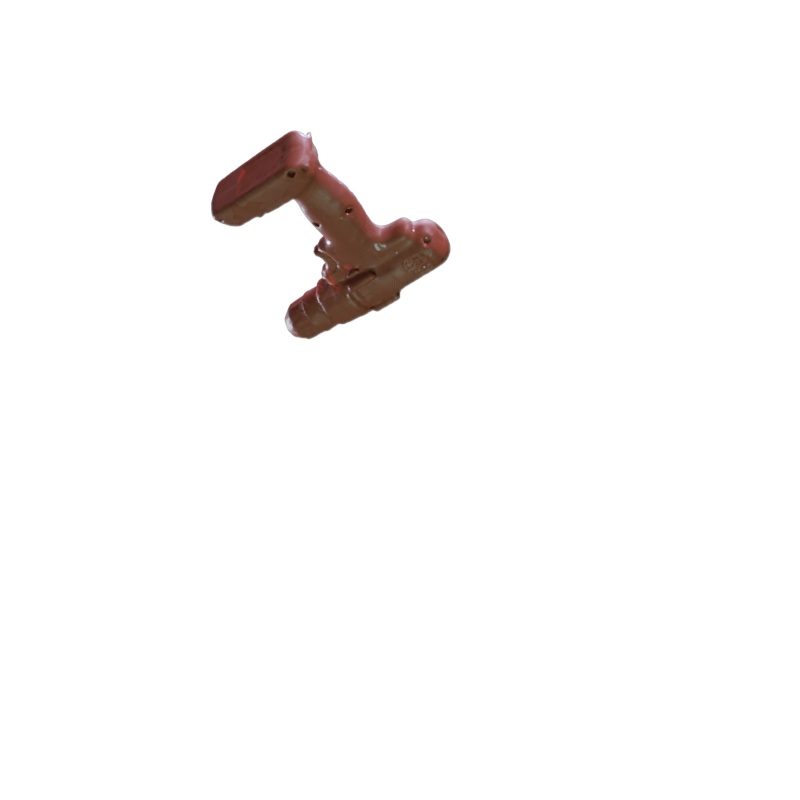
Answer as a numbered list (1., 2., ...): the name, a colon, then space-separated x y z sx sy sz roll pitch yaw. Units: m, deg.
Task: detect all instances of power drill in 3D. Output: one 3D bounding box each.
1. power drill: -0.077 -0.141 0.988 0.184 0.062 0.175 -31 -51 28
